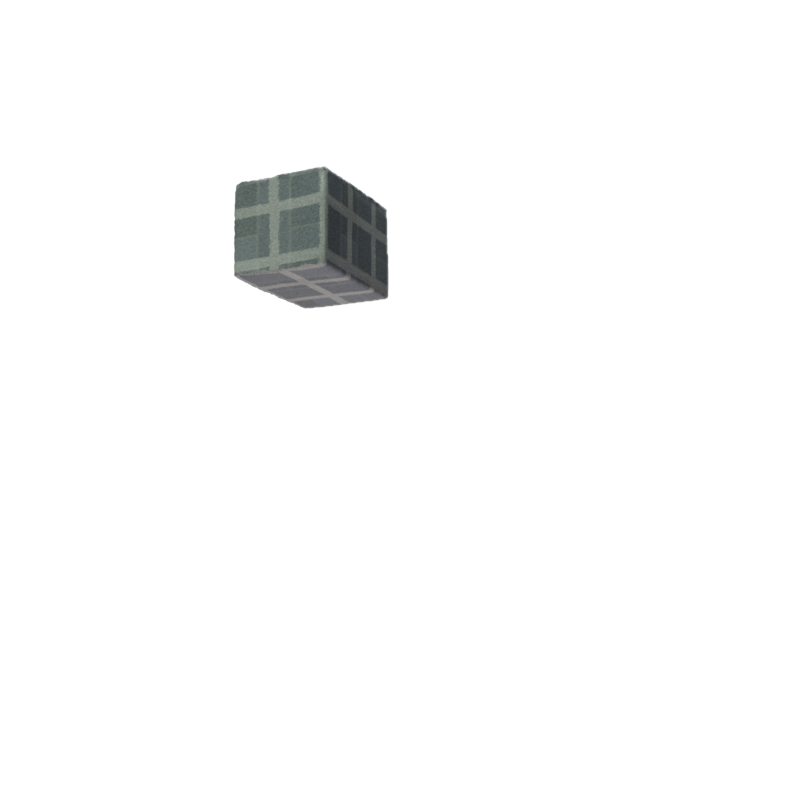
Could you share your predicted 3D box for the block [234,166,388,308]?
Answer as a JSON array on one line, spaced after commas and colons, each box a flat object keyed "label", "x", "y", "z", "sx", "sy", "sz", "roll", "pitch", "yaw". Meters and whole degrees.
[{"label": "block", "x": -0.045, "y": -0.082, "z": 0.576, "sx": 0.054, "sy": 0.053, "sz": 0.074, "roll": -6, "pitch": -13, "yaw": 24}]
